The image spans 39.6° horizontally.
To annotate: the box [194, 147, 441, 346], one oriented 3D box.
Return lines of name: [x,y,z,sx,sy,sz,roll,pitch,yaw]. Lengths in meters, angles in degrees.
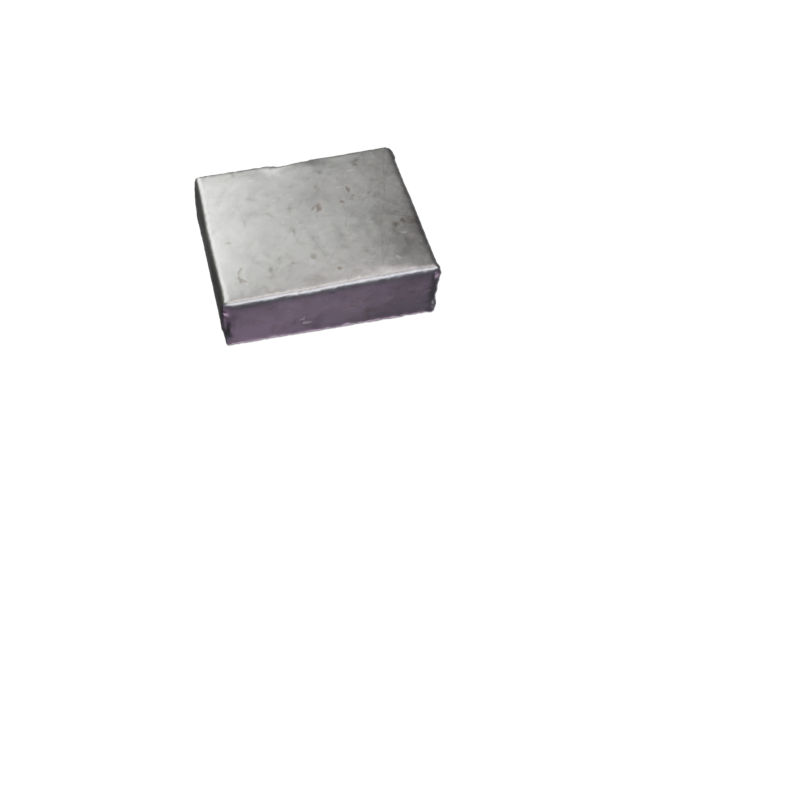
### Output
box: [-0.036,-0.066,0.459,0.088,0.079,0.028,-11,-38,-9]
